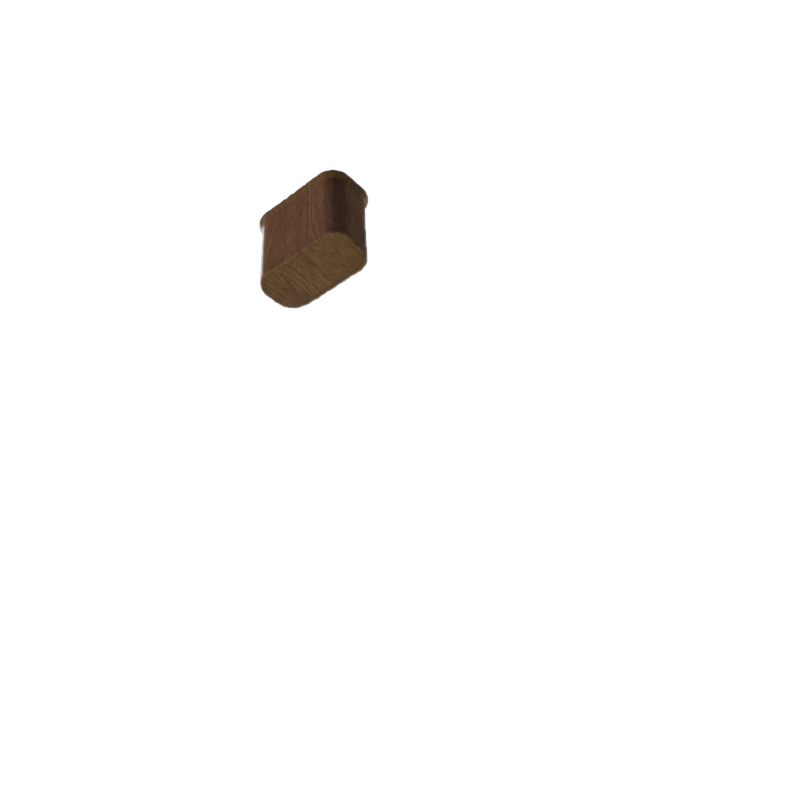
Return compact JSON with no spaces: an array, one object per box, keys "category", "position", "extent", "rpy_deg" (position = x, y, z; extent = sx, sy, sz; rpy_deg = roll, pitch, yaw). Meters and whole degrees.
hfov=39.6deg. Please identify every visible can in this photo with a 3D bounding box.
[{"category":"can","position":[-0.076,-0.138,0.967],"extent":[0.101,0.090,0.054],"rpy_deg":[-31,-52,25]}]
